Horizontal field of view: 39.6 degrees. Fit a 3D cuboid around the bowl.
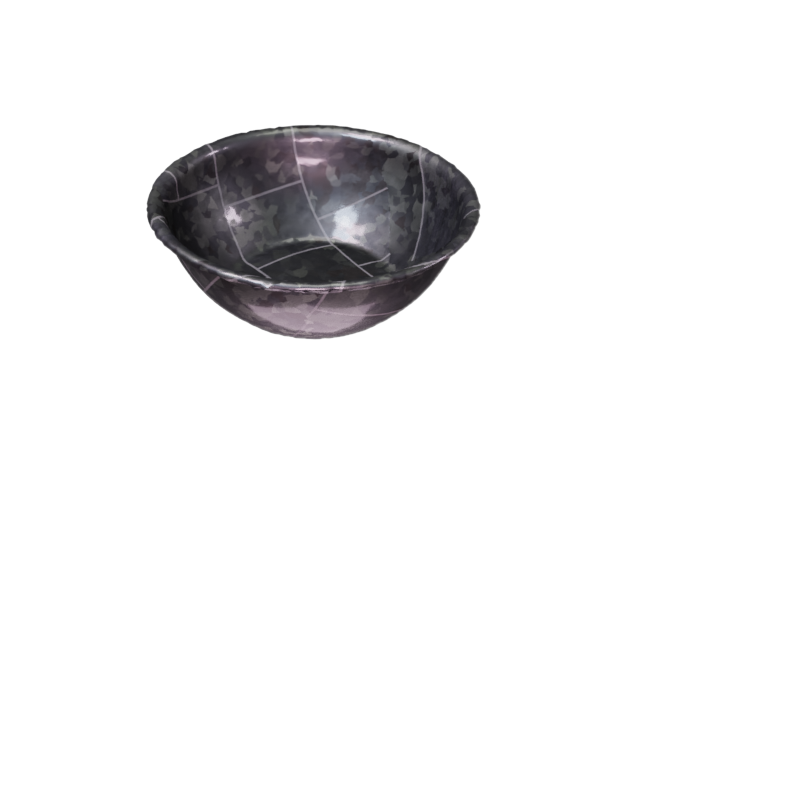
[{"bbox_3d":[-0.043,-0.079,0.554,0.162,0.051,0.173,-1,37,-2],"label":"bowl"}]
